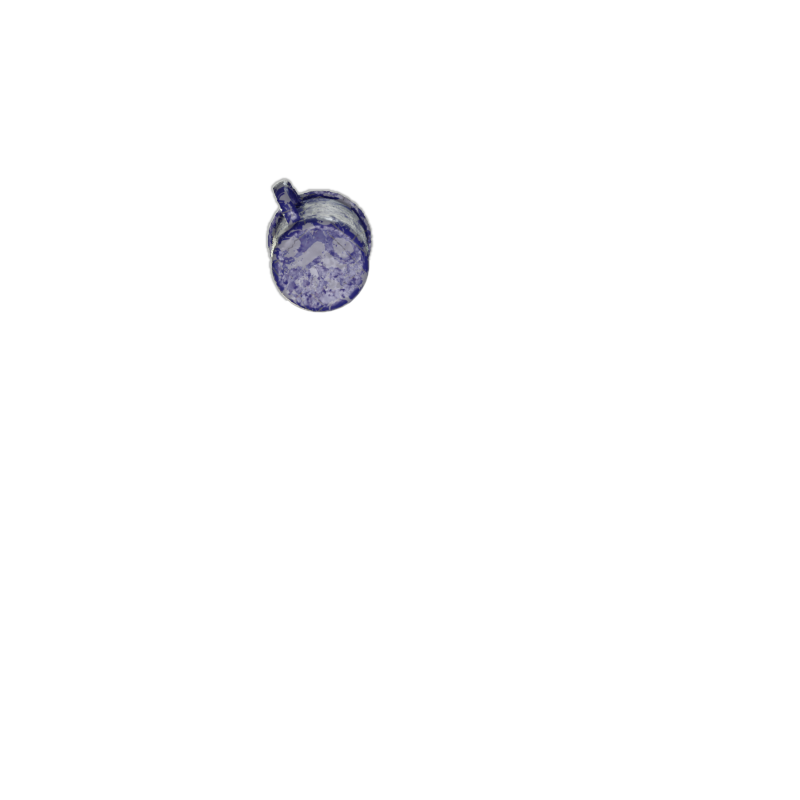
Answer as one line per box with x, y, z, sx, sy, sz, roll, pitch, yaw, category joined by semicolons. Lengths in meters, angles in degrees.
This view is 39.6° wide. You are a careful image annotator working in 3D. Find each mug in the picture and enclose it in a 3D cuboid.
-0.074;-0.134;0.939;0.093;0.112;0.085;-26;18;7;mug
